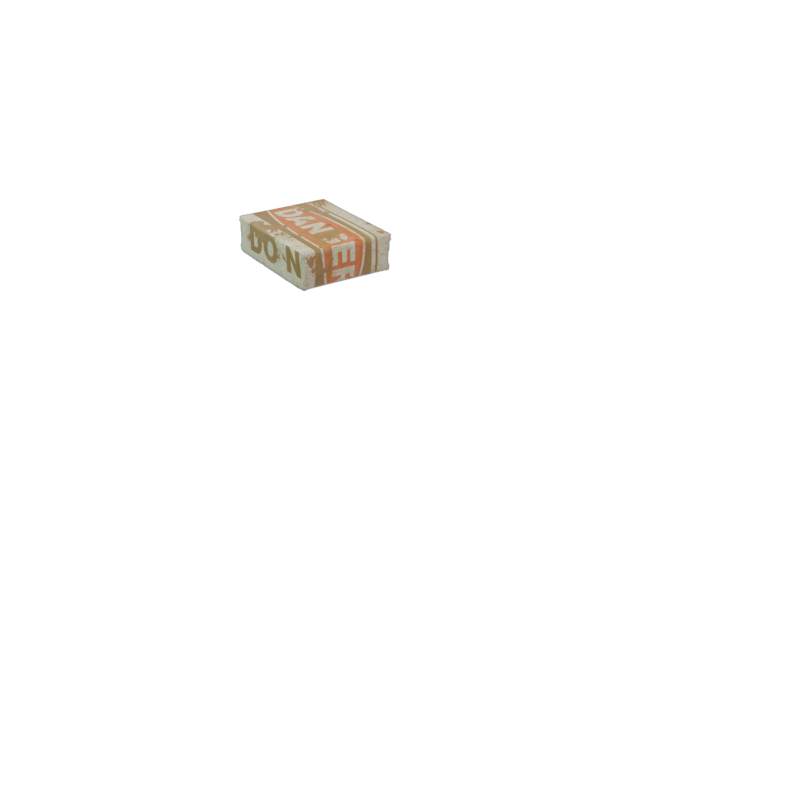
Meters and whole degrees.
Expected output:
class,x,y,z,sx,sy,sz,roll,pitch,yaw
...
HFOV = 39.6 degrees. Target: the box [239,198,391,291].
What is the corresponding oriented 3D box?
class,x,y,z,sx,sy,sz,roll,pitch,yaw
box,-0.076,-0.138,0.967,0.088,0.037,0.122,-17,34,-29
